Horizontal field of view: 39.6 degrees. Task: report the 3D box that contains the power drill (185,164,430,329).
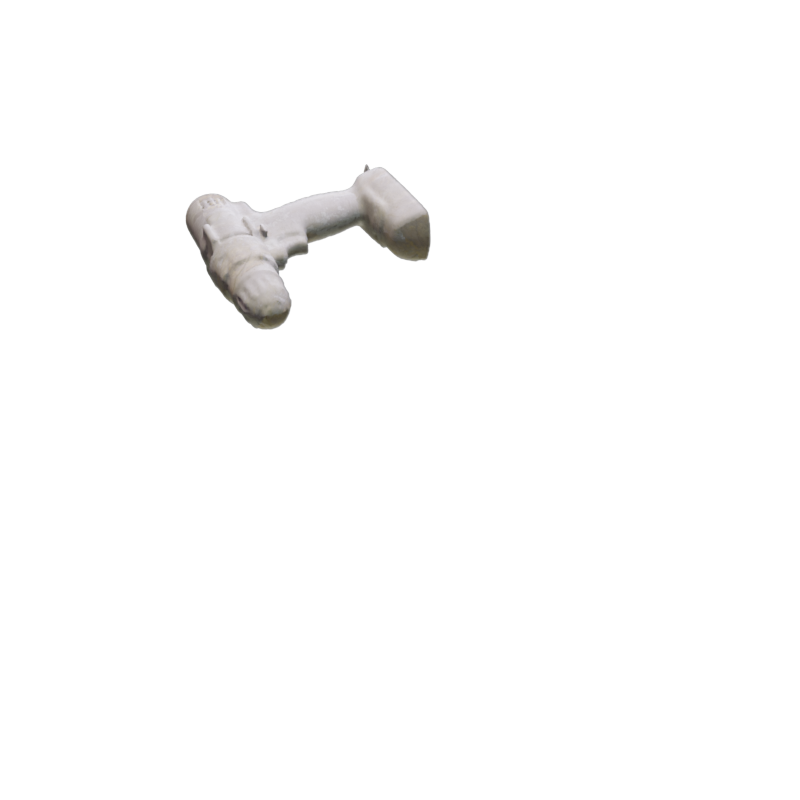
[{"bbox_3d":[-0.073,-0.133,0.934,0.185,0.054,0.200,-14,40,-19],"label":"power drill"}]
